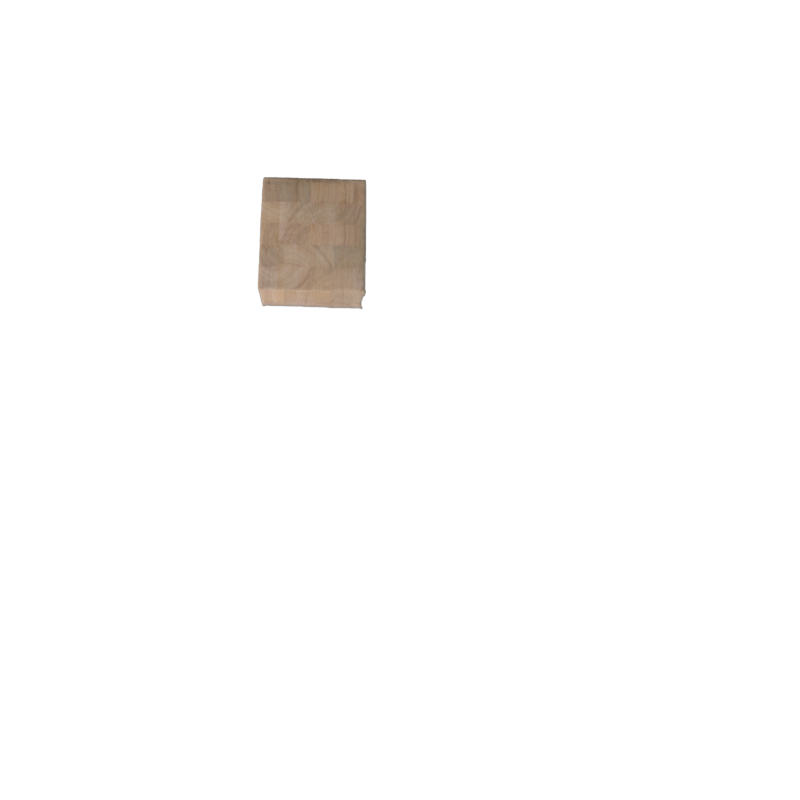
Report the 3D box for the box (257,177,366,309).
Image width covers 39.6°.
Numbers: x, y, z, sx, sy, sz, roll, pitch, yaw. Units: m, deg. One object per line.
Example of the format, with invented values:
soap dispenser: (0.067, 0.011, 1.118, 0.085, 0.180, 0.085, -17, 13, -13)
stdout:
box: (-0.074, -0.135, 0.946, 0.090, 0.120, 0.037, 0, -25, -1)
